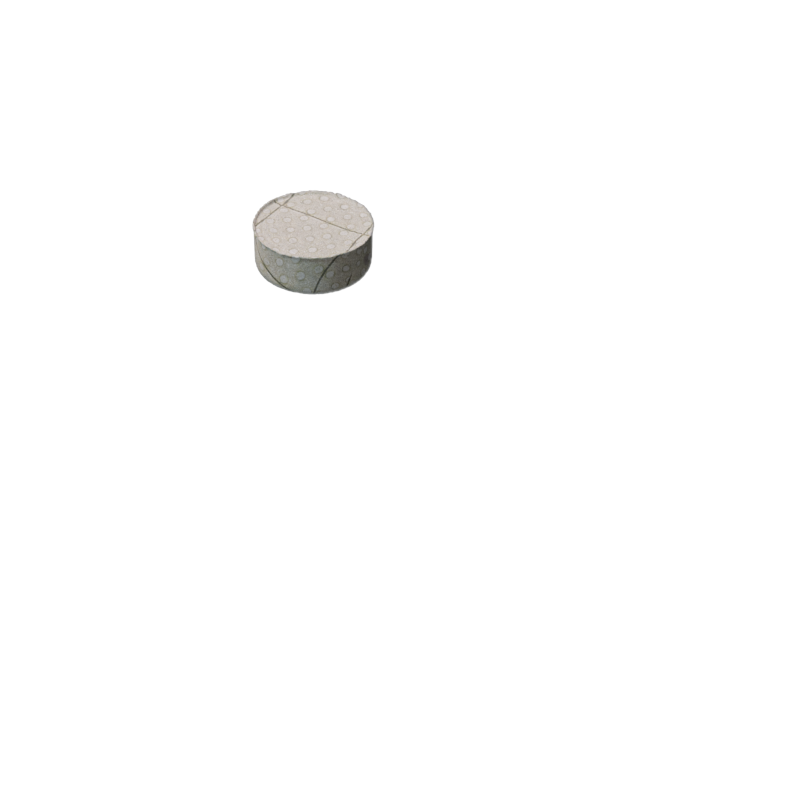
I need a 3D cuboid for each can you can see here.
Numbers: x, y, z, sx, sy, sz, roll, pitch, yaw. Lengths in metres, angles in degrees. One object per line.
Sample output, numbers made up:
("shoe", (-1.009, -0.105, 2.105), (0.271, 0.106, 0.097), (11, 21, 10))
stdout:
("can", (-0.062, -0.113, 0.789), (0.086, 0.031, 0.092), (-1, 40, -2))
